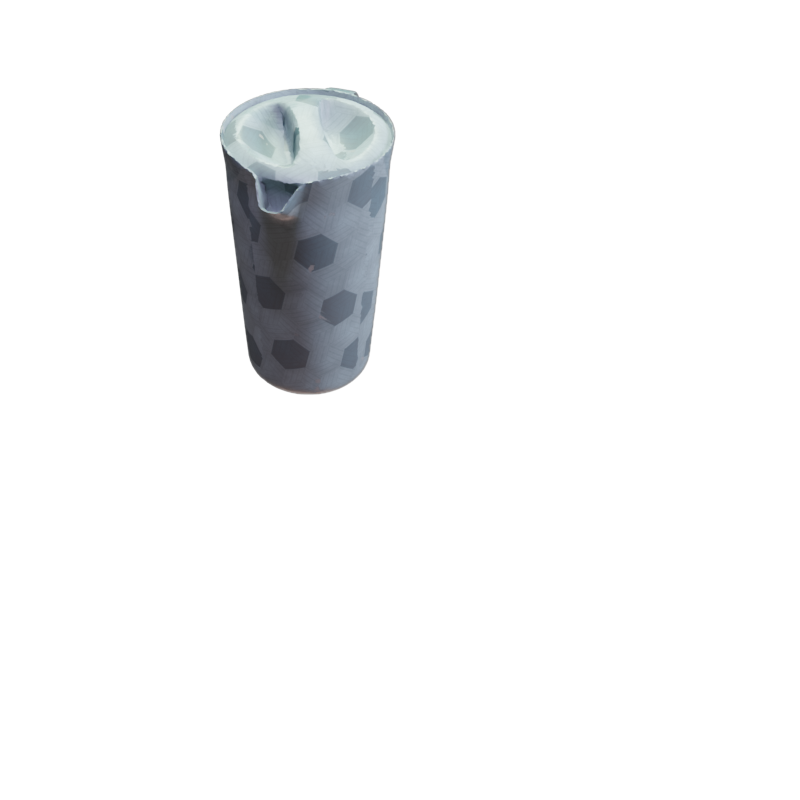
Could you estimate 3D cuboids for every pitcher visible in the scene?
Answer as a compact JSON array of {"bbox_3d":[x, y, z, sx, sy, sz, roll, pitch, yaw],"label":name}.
[{"bbox_3d":[-0.072,-0.131,0.918,0.148,0.227,0.157,-19,46,-23],"label":"pitcher"}]
